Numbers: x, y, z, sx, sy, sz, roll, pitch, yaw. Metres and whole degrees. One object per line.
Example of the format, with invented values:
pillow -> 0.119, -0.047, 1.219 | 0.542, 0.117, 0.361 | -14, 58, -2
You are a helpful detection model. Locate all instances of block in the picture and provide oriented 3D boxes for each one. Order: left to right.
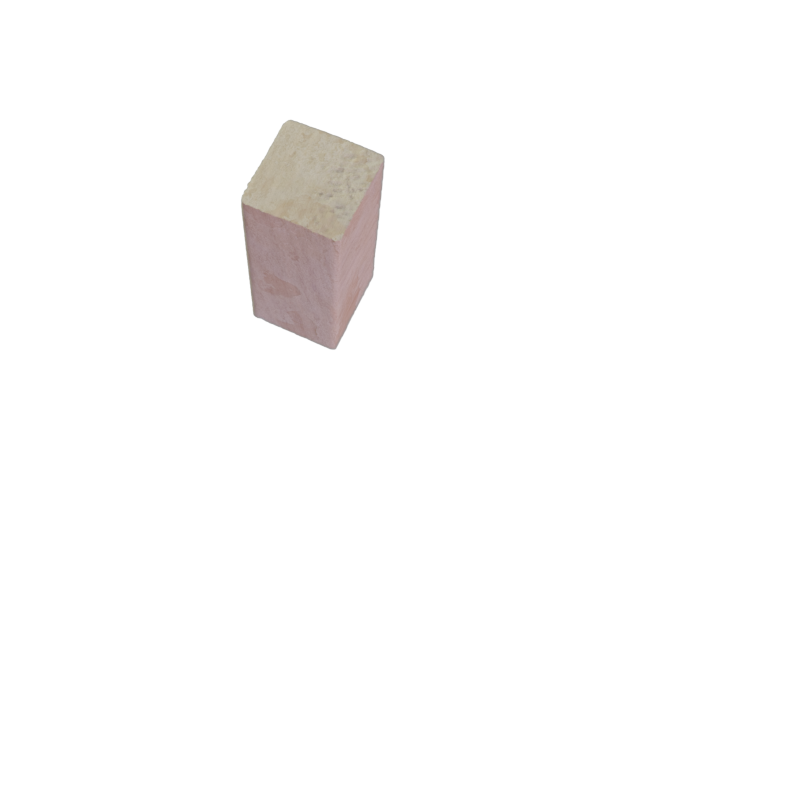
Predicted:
block -> -0.076, -0.138, 0.964 | 0.092, 0.094, 0.195 | 23, -23, 6
